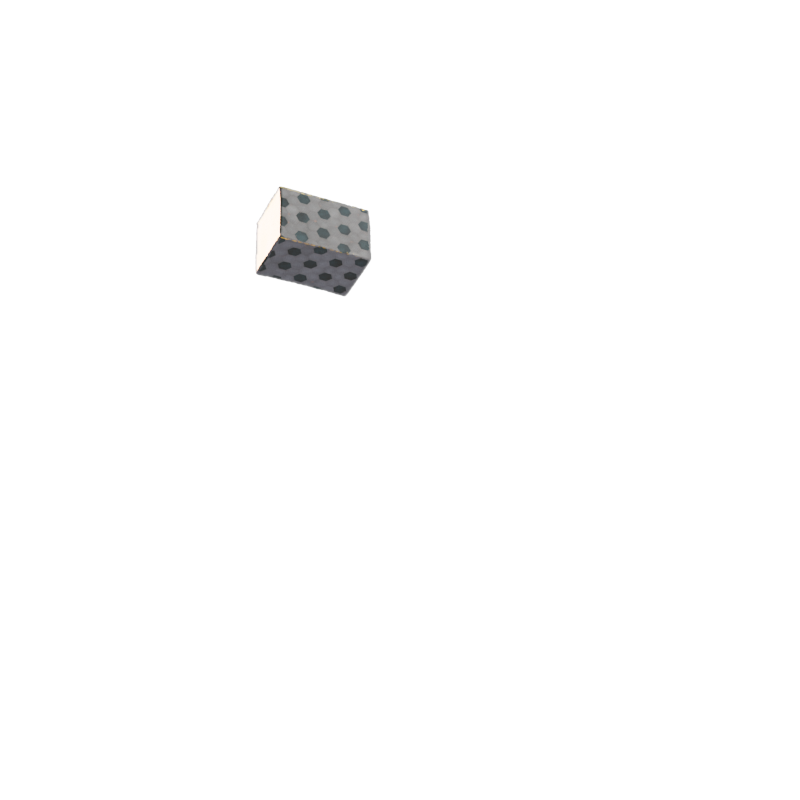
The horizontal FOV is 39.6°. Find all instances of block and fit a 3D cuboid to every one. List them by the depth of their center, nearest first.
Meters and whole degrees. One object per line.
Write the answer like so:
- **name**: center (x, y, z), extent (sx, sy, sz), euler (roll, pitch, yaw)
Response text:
- **block**: center (-0.068, -0.123, 0.864), extent (0.075, 0.055, 0.051), euler (14, -38, -20)
